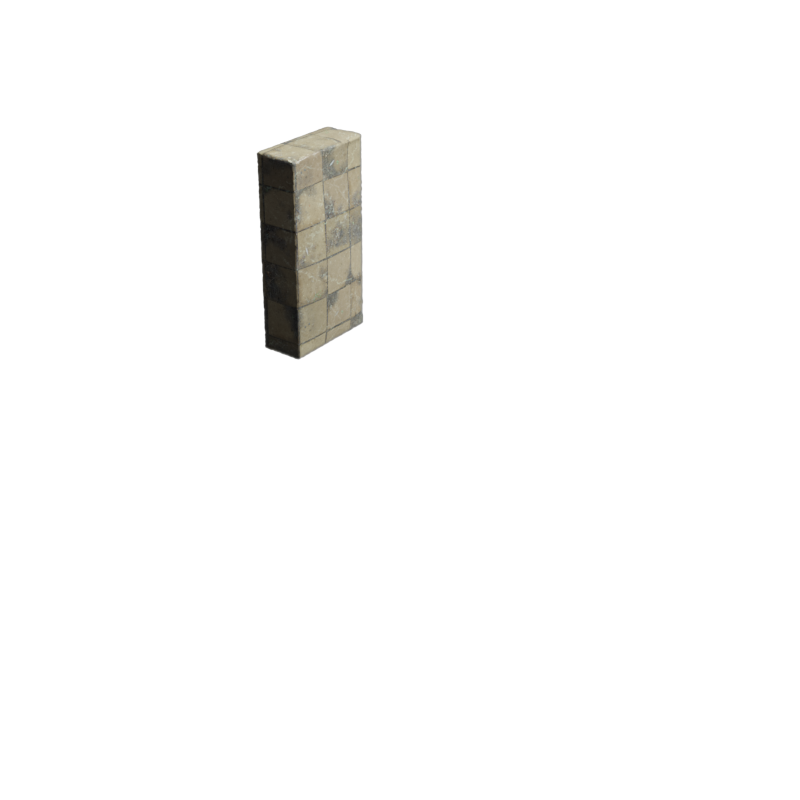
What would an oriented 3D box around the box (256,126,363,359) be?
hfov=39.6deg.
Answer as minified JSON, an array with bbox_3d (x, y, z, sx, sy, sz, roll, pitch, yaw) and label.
[{"bbox_3d":[-0.073,-0.133,0.935,0.051,0.167,0.093,19,31,31],"label":"box"}]
